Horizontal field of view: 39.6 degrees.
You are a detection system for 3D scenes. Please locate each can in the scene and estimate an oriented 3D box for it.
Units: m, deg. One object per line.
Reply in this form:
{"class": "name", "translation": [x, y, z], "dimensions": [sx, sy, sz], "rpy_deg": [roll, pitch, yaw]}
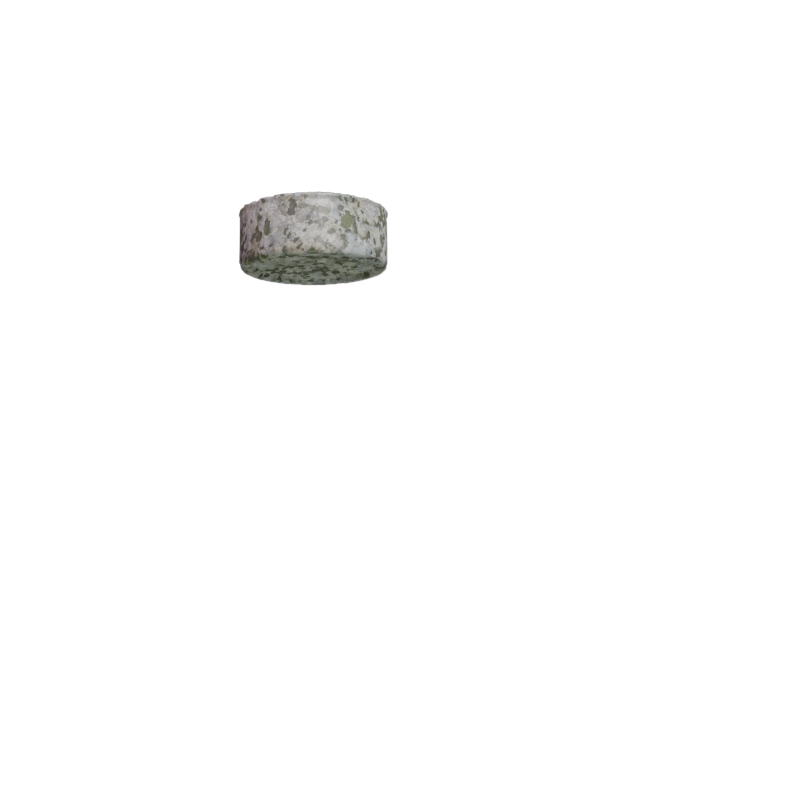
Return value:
{"class": "can", "translation": [-0.050, -0.091, 0.634], "dimensions": [0.086, 0.035, 0.084], "rpy_deg": [0, -8, -2]}
